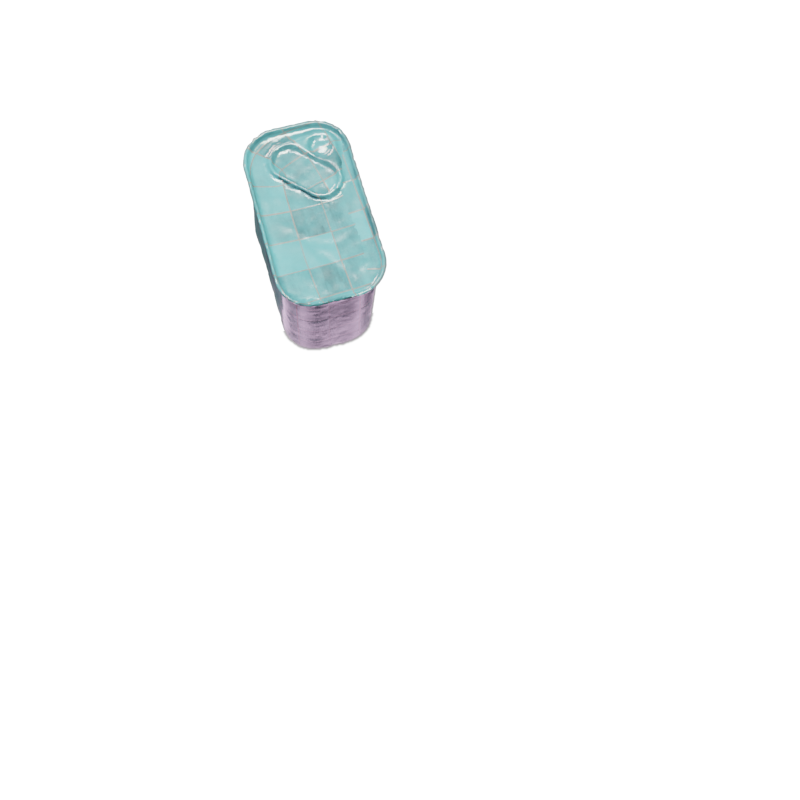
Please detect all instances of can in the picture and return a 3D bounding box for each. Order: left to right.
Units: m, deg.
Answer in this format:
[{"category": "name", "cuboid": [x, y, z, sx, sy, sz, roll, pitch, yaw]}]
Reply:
[{"category": "can", "cuboid": [-0.047, -0.086, 0.602, 0.057, 0.107, 0.080, -14, -19, -8]}]
